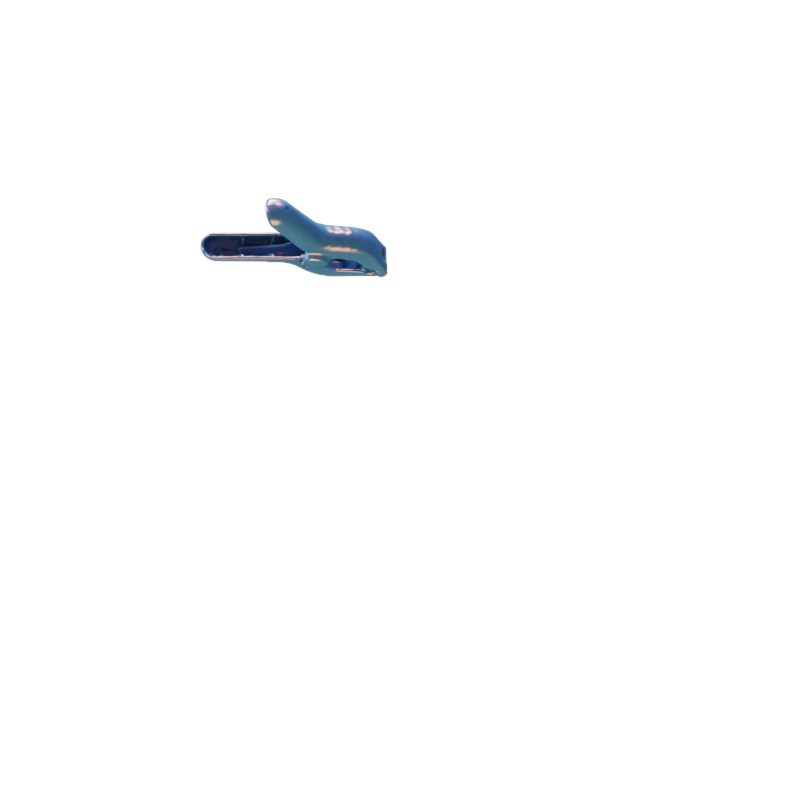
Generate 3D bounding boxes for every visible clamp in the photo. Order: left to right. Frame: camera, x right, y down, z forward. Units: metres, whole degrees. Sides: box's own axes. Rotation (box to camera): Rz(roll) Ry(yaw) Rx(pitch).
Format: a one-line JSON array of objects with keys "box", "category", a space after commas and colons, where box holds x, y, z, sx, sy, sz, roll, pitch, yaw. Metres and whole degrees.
[{"box": [-0.076, -0.139, 0.970, 0.165, 0.040, 0.121, 3, -7, -28], "category": "clamp"}]
